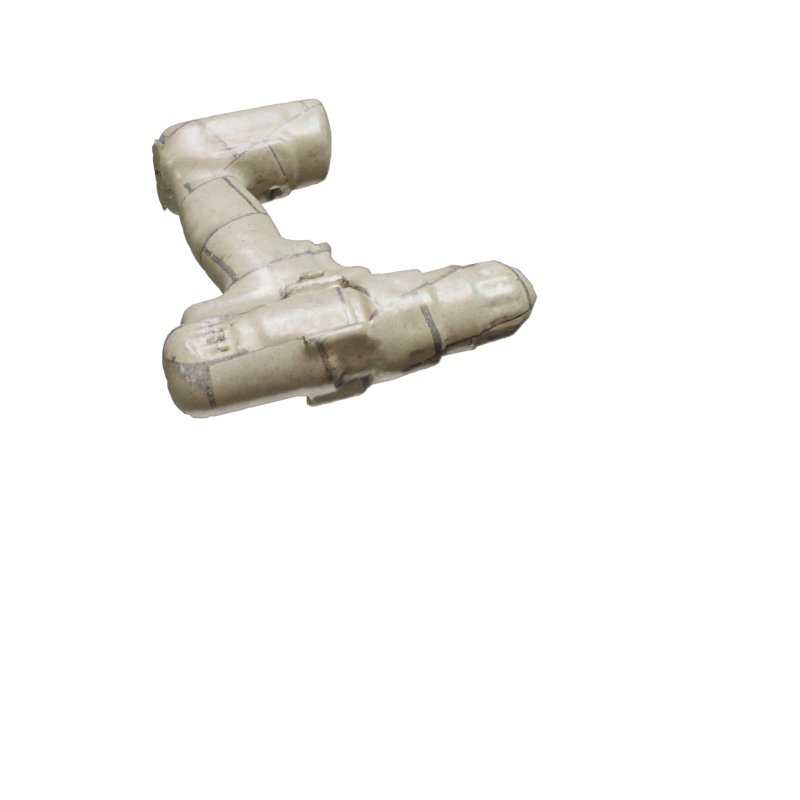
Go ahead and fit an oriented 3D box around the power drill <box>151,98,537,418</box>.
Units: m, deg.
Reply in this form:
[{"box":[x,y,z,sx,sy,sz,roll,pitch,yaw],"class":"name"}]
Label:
[{"box":[-0.045,-0.083,0.580,0.182,0.053,0.203,-13,47,-13],"class":"power drill"}]
